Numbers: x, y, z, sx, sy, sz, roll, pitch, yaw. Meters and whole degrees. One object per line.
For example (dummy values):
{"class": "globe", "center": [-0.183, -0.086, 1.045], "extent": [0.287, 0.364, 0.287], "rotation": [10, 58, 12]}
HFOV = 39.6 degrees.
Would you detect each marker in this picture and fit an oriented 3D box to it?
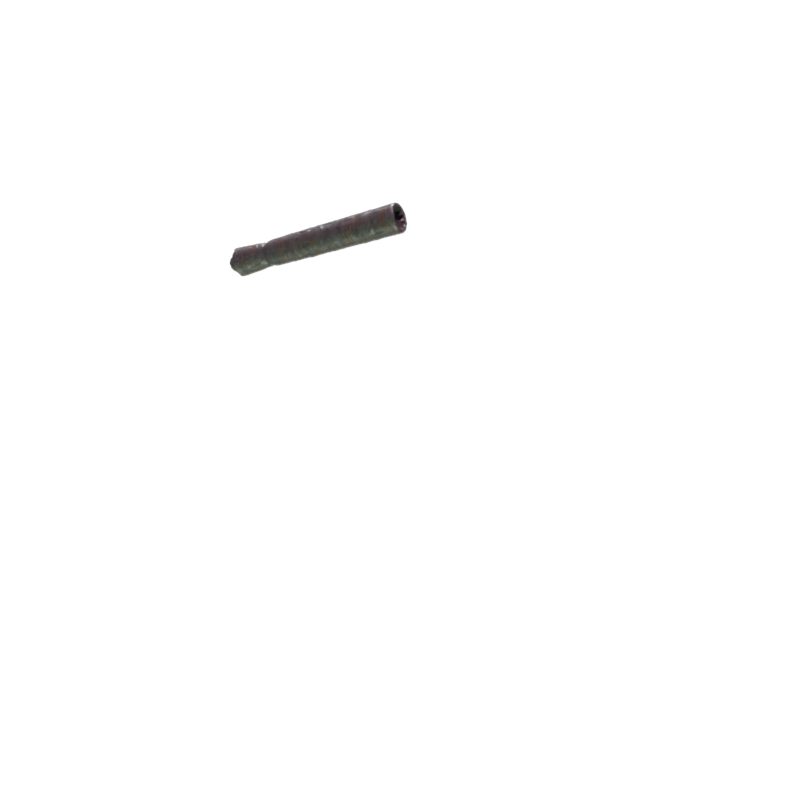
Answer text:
{"class": "marker", "center": [-0.053, -0.097, 0.679], "extent": [0.123, 0.020, 0.019], "rotation": [-11, -2, 28]}
